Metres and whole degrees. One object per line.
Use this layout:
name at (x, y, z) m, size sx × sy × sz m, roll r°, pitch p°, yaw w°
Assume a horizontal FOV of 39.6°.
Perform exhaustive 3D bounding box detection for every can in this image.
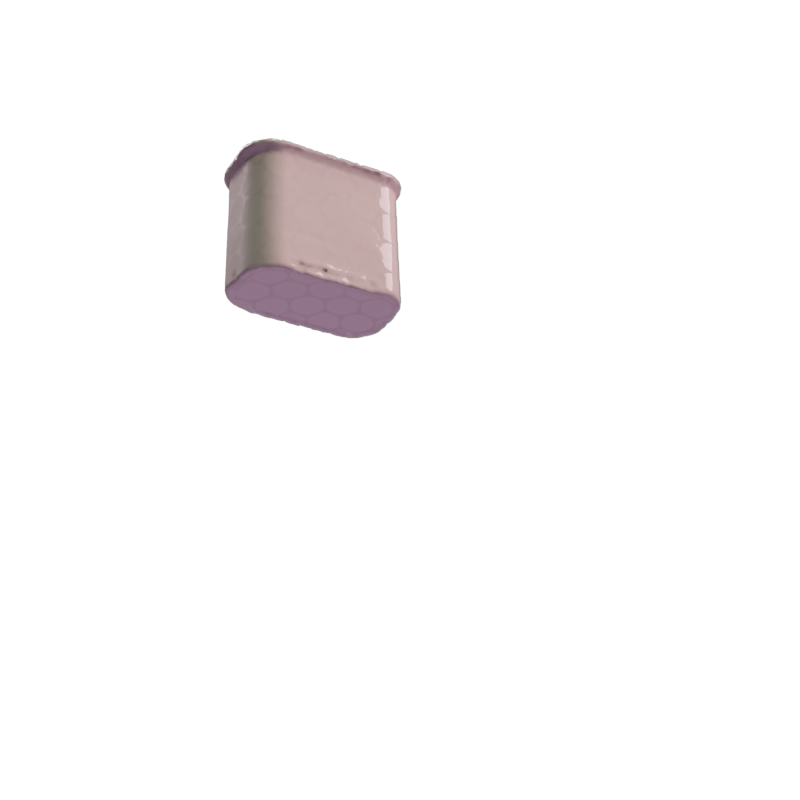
can at (-0.049, -0.090, 0.627) m, size 0.098 × 0.089 × 0.056 m, roll 14°, pitch -34°, yaw -25°
